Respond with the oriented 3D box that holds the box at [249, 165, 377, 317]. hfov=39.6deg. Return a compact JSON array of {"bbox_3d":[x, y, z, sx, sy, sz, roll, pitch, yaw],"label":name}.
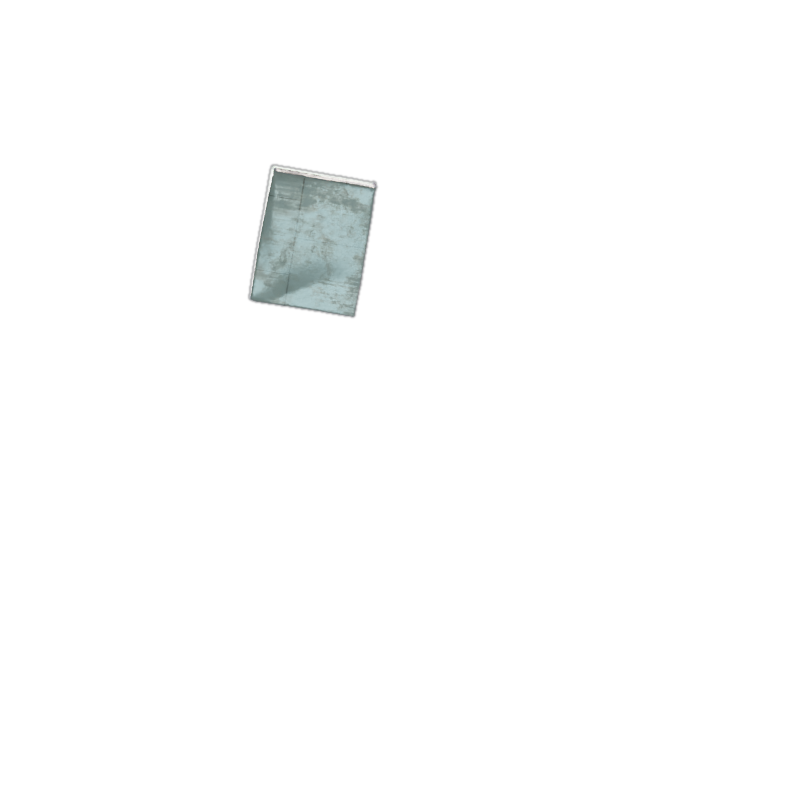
[{"bbox_3d":[-0.072,-0.130,0.914,0.089,0.111,0.040,10,12,-3],"label":"box"}]
